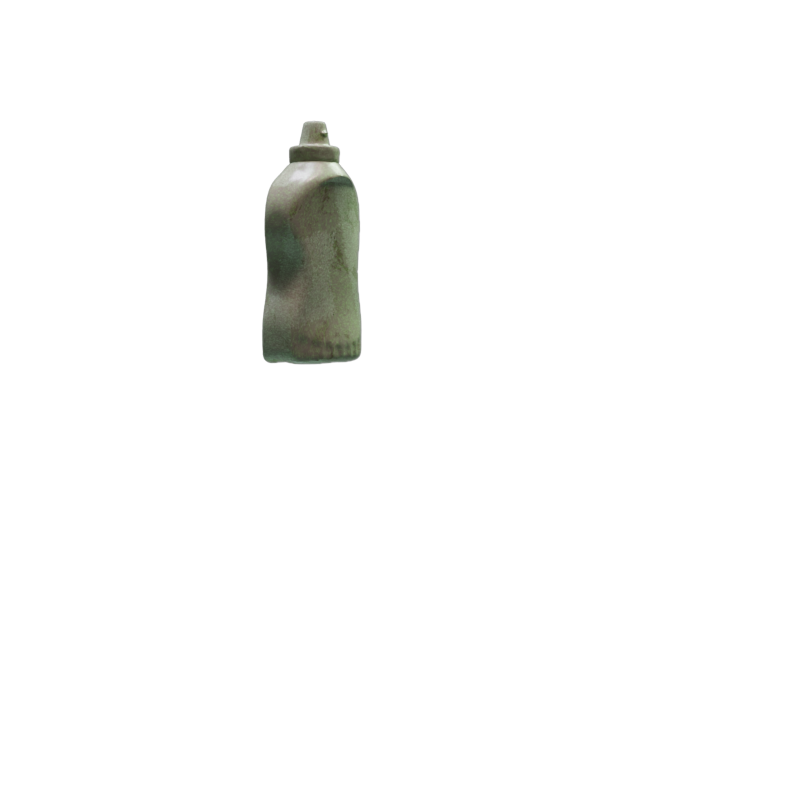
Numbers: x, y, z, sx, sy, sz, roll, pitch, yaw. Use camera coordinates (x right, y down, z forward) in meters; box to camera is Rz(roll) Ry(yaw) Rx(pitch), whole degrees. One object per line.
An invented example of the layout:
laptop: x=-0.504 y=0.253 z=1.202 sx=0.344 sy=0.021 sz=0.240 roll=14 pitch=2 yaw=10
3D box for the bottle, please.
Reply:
bottle: x=-0.069 y=-0.126 z=0.885 sx=0.060 sy=0.193 sz=0.092 roll=-2 pitch=-2 yaw=36
